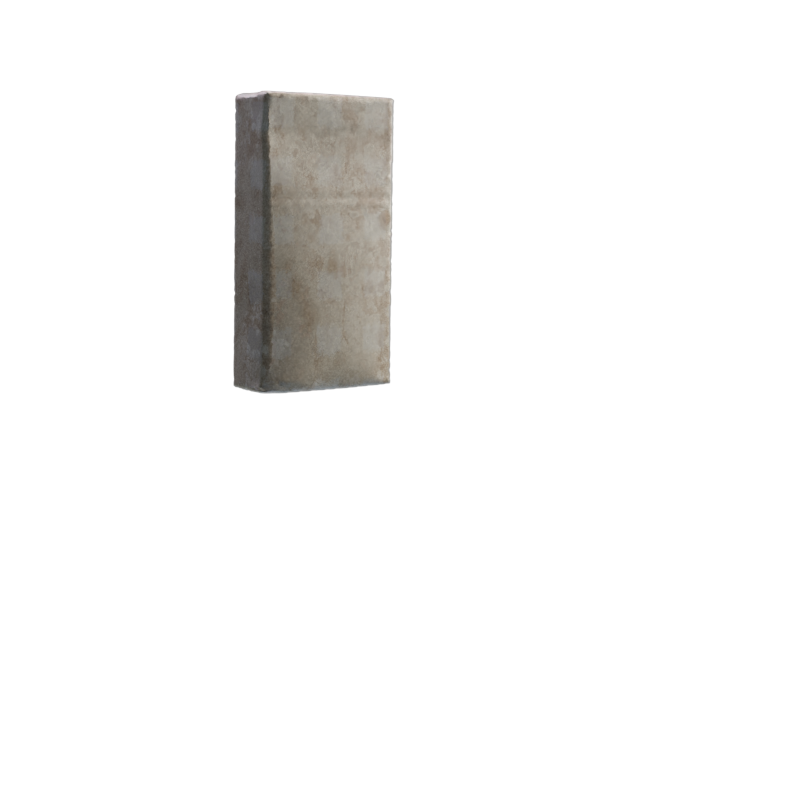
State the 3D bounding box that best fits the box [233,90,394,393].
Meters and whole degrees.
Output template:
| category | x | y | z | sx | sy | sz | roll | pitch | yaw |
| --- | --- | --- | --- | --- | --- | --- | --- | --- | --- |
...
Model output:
| category | x | y | z | sx | sy | sz | roll | pitch | yaw |
| --- | --- | --- | --- | --- | --- | --- | --- | --- | --- |
| box | -0.052 | -0.096 | 0.670 | 0.090 | 0.176 | 0.050 | -2 | 2 | -34 |
